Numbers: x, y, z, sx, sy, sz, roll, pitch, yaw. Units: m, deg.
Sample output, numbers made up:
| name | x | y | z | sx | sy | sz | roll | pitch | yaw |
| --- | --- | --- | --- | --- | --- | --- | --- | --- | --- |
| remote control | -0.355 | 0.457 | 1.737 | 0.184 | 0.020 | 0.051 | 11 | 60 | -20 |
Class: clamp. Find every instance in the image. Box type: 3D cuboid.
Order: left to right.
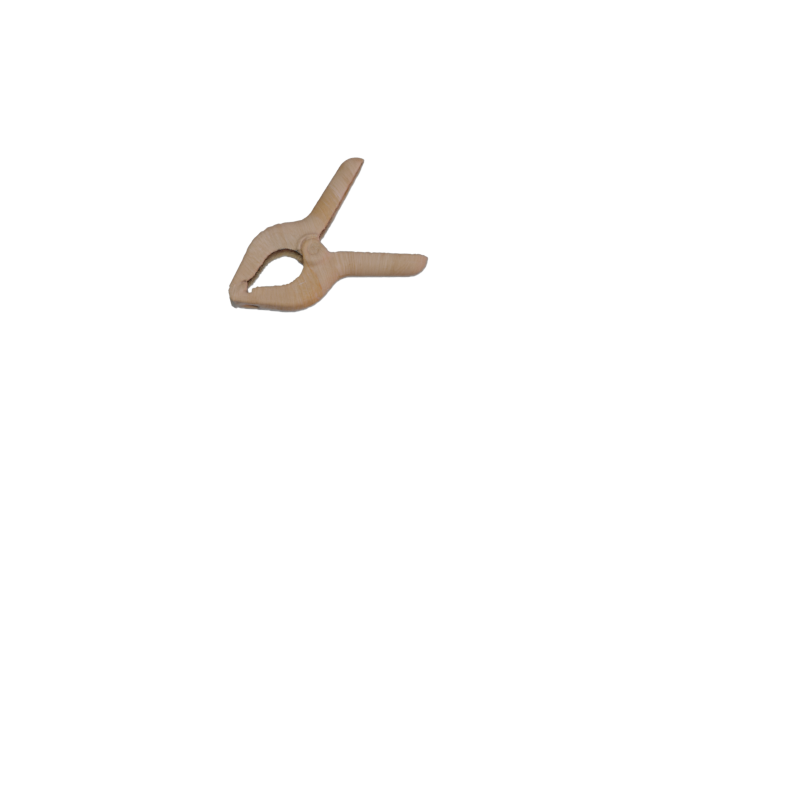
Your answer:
| name | x | y | z | sx | sy | sz | roll | pitch | yaw |
| --- | --- | --- | --- | --- | --- | --- | --- | --- | --- |
| clamp | -0.075 | -0.137 | 0.958 | 0.171 | 0.127 | 0.037 | -21 | -23 | -9 |
